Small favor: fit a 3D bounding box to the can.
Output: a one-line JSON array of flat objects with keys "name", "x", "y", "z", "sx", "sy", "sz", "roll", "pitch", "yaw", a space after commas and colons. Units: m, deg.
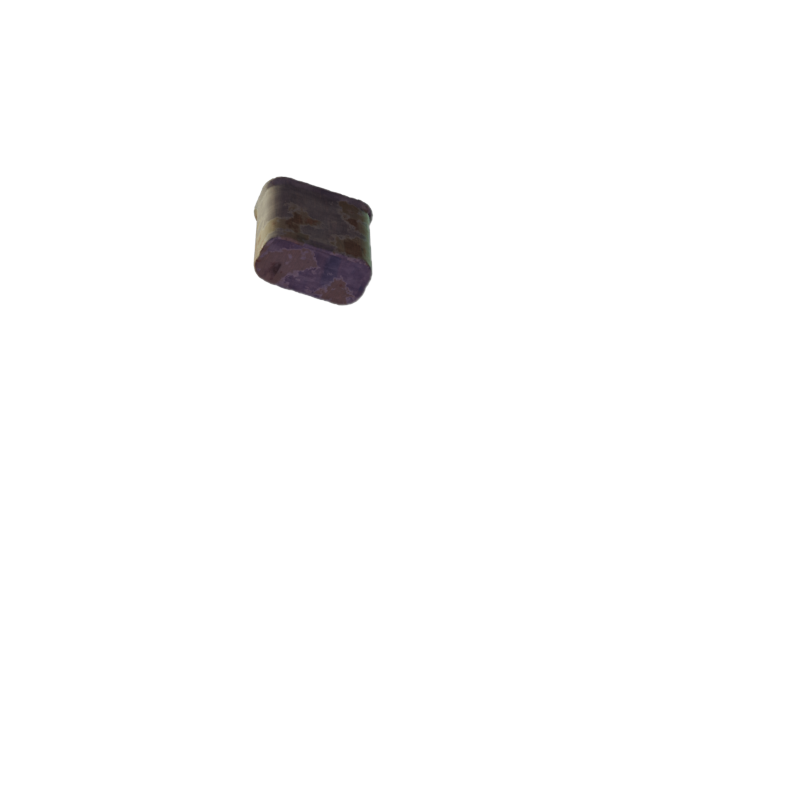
[{"name": "can", "x": -0.073, "y": -0.134, "z": 0.939, "sx": 0.099, "sy": 0.055, "sz": 0.090, "roll": 16, "pitch": 39, "yaw": -15}]
